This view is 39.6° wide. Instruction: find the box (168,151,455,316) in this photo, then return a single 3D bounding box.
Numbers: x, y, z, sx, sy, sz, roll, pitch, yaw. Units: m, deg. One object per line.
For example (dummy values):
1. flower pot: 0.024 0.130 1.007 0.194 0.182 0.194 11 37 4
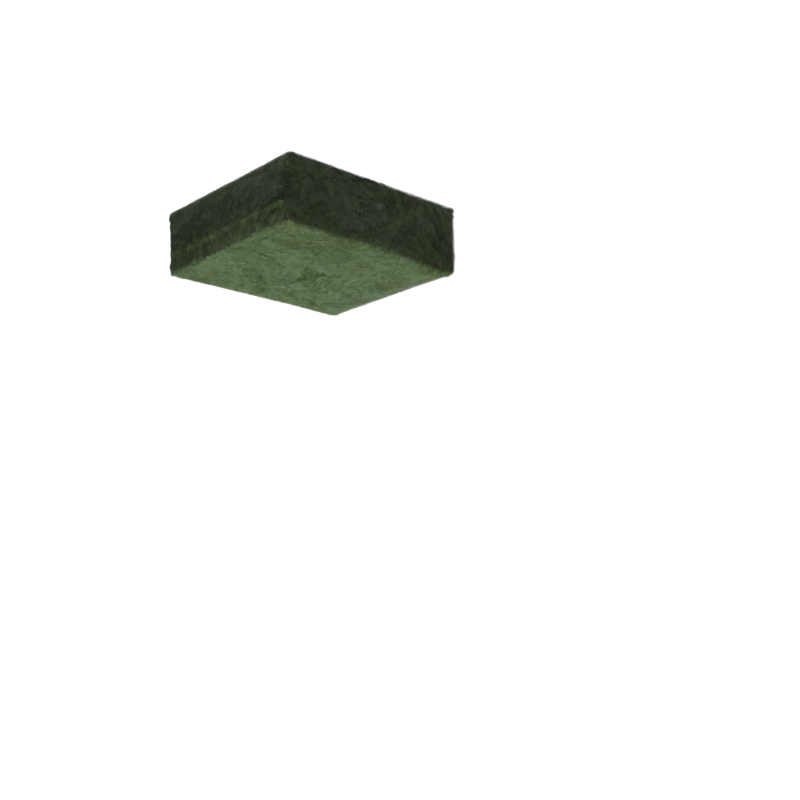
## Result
1. box: -0.042 -0.077 0.539 0.107 0.041 0.091 14 -21 -42
